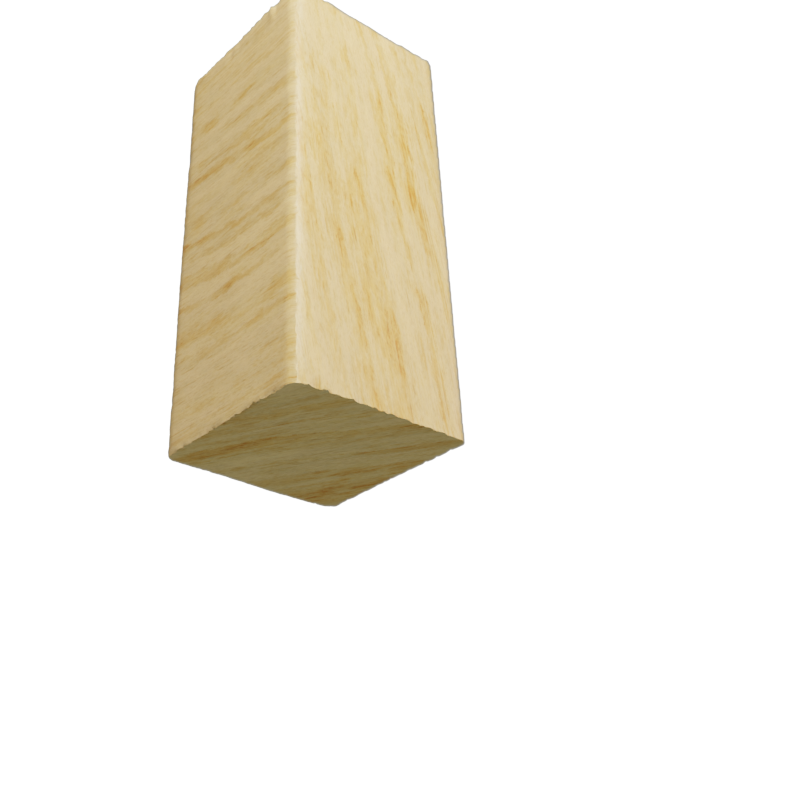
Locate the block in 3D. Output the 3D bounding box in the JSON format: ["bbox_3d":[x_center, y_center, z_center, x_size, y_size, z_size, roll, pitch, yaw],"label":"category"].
[{"bbox_3d":[-0.040,-0.072,0.505,0.085,0.220,0.090,22,-39,-34],"label":"block"}]
